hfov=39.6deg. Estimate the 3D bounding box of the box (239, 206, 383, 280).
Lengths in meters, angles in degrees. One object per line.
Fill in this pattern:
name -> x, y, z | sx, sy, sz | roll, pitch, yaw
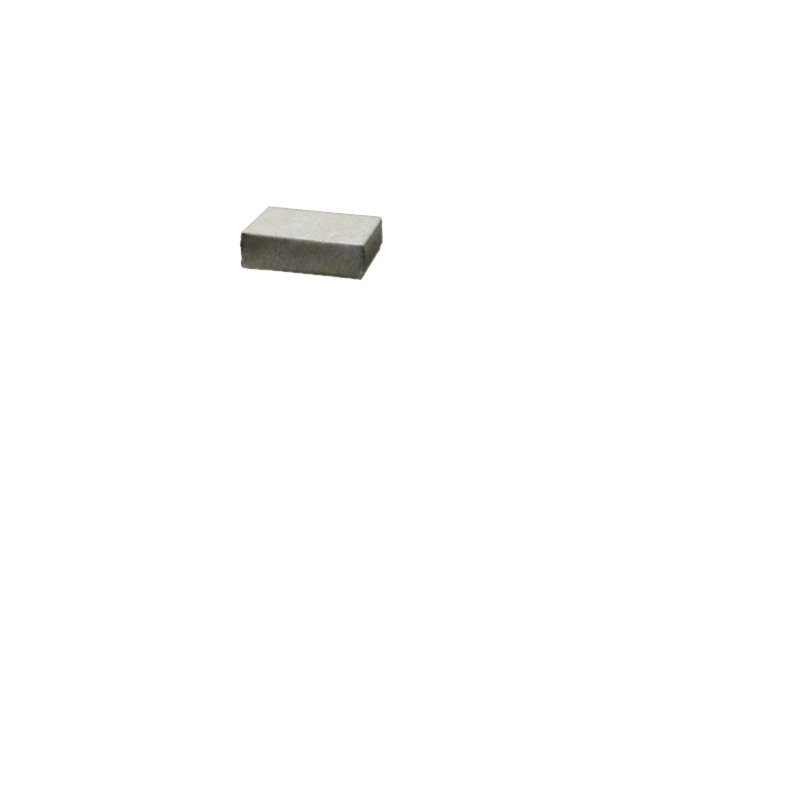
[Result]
box -> -0.078, -0.143, 1.000 | 0.115, 0.037, 0.092 | 5, 23, 11
